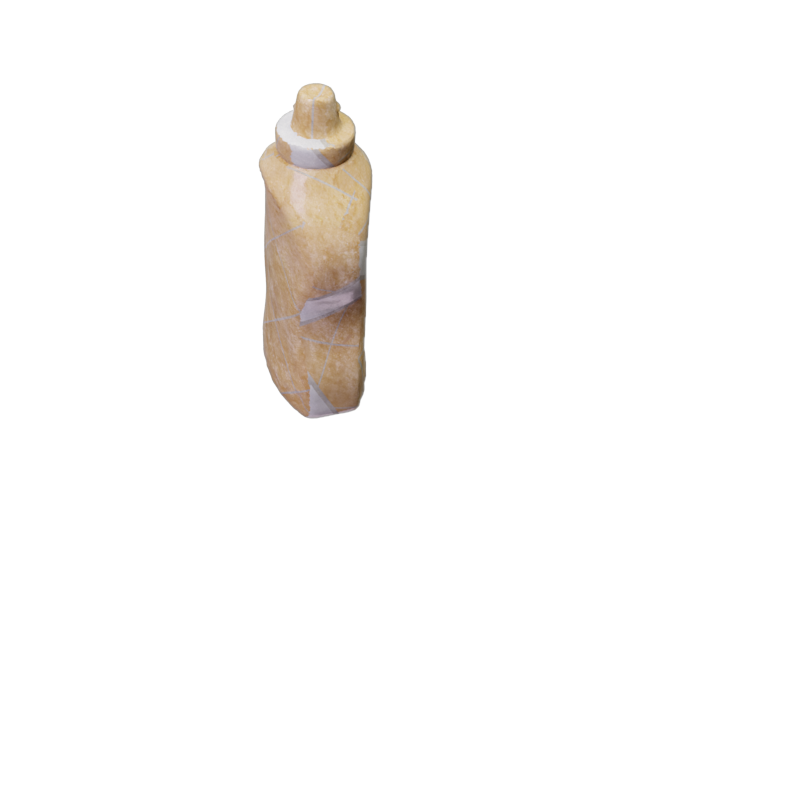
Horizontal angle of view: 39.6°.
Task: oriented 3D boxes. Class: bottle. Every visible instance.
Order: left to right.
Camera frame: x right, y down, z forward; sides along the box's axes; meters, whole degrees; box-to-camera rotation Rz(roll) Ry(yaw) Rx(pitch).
[{"bbox_3d":[-0.047,-0.087,0.607,0.058,0.179,0.104,-8,44,-12],"label":"bottle"}]
